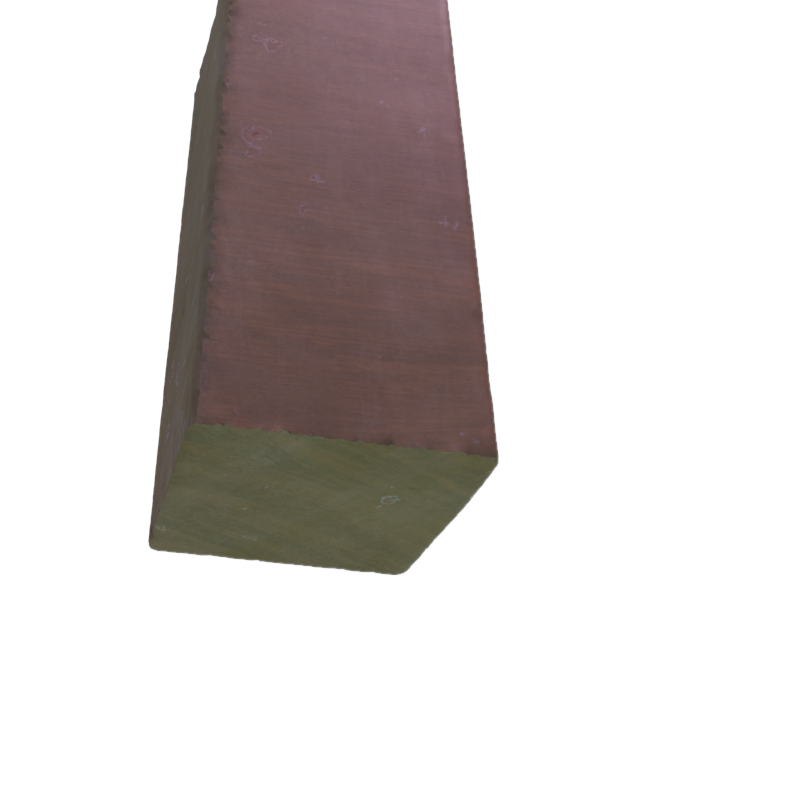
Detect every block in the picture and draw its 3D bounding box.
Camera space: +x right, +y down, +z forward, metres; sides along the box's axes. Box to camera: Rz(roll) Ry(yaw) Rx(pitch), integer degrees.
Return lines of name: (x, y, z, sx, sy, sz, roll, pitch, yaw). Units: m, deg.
block: (-0.031, -0.057, 0.400, 0.089, 0.221, 0.086, 8, -37, -15)
